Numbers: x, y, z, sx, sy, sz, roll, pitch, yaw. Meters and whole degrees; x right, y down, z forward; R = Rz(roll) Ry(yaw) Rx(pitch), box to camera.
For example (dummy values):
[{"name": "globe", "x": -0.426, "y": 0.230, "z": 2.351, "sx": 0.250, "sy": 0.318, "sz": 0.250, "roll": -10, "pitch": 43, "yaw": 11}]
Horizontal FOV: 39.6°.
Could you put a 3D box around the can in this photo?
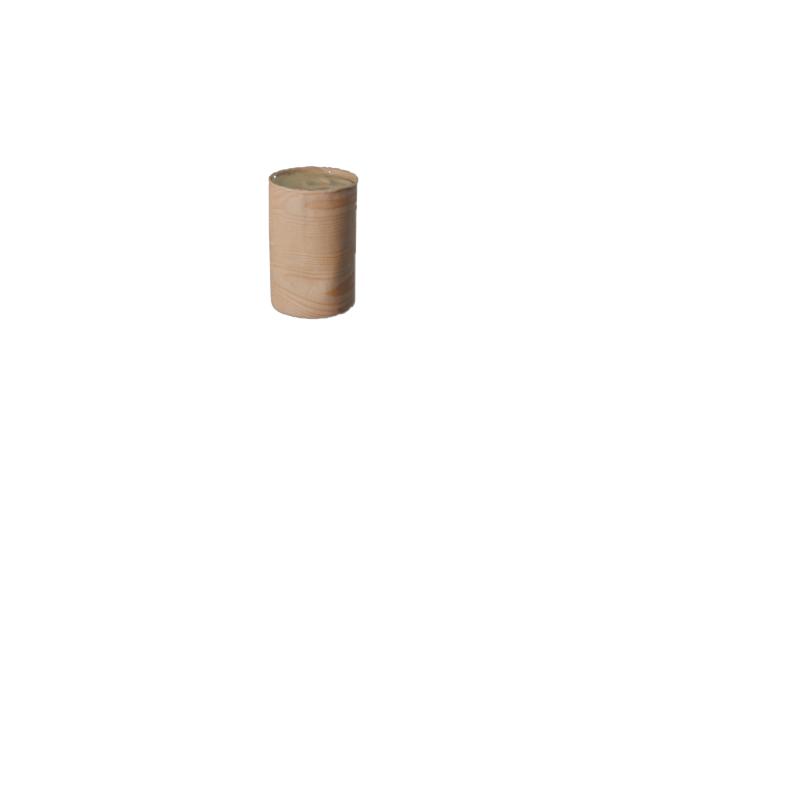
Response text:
[{"name": "can", "x": -0.066, "y": -0.121, "z": 0.848, "sx": 0.068, "sy": 0.098, "sz": 0.072, "roll": 0, "pitch": 22, "yaw": -2}]
